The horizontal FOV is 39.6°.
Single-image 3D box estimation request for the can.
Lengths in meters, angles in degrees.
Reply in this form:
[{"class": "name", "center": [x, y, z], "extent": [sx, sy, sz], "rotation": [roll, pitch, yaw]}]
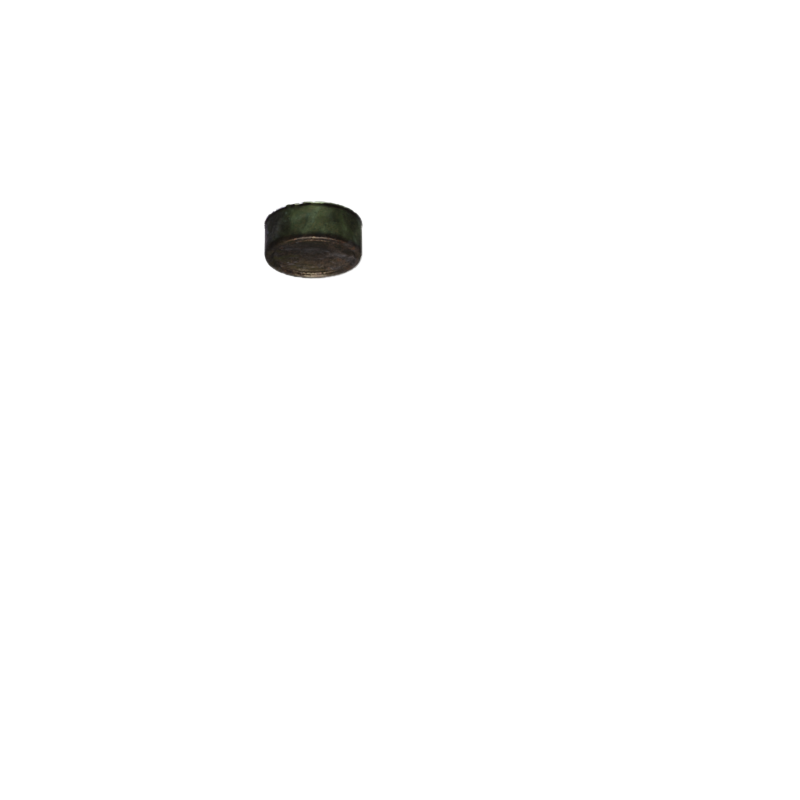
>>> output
[{"class": "can", "center": [-0.075, -0.137, 0.957], "extent": [0.086, 0.035, 0.082], "rotation": [0, -21, -2]}]
